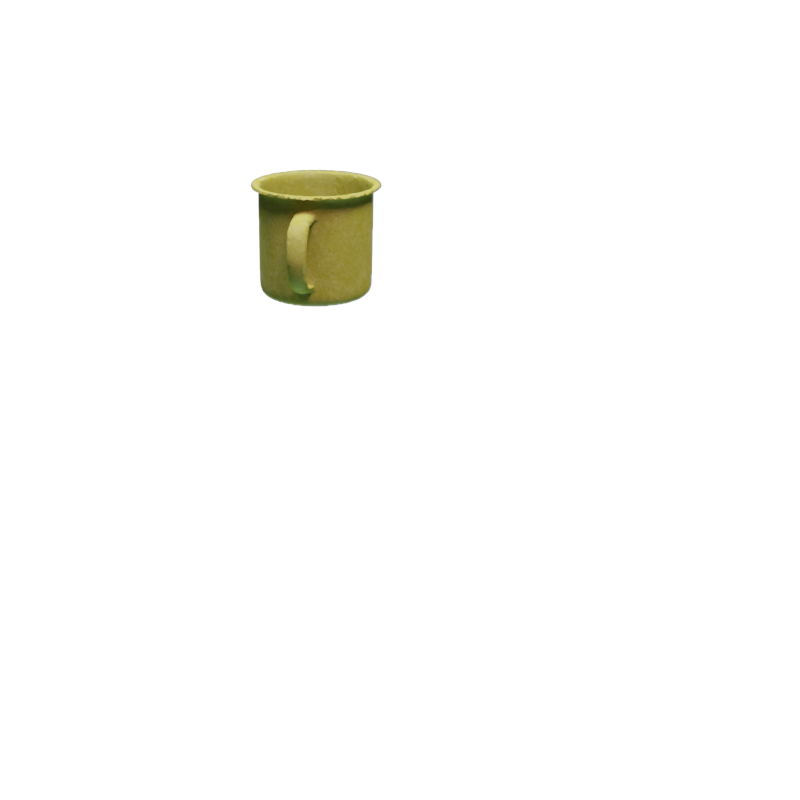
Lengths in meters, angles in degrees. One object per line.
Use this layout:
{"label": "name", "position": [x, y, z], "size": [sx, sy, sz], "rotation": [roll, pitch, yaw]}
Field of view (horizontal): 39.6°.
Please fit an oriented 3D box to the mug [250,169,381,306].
{"label": "mug", "position": [-0.062, -0.113, 0.789], "size": [0.094, 0.078, 0.121], "rotation": [3, 21, 5]}
